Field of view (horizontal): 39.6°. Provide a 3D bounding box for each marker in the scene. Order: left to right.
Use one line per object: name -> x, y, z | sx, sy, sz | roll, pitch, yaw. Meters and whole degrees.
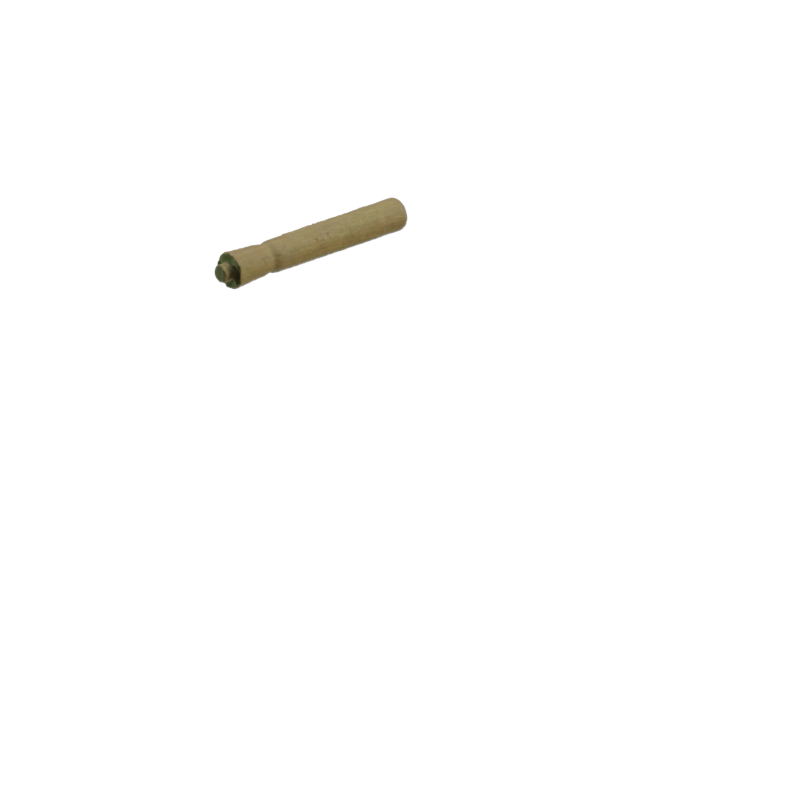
marker -> -0.045, -0.081, 0.570 | 0.120, 0.019, 0.021 | -26, 20, -38
